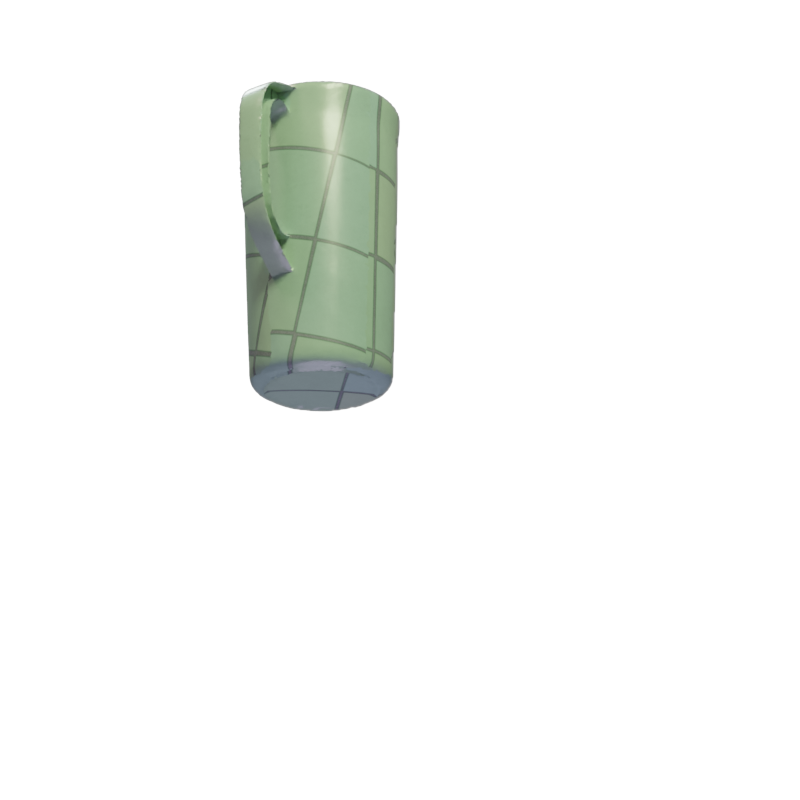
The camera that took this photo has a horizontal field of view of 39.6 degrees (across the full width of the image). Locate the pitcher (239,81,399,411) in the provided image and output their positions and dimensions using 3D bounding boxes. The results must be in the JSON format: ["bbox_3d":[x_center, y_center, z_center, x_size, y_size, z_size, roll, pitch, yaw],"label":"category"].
[{"bbox_3d":[-0.068,-0.125,0.873,0.146,0.257,0.140,6,-26,-17],"label":"pitcher"}]
